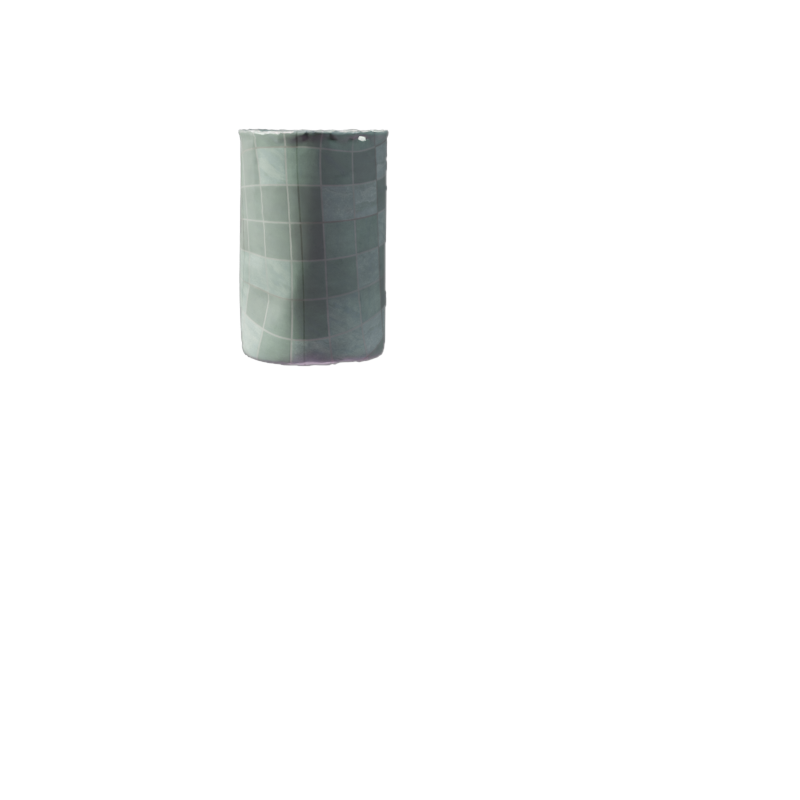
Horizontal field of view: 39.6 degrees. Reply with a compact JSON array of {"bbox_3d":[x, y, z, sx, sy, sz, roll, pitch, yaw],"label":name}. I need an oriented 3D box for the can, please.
[{"bbox_3d":[-0.040,-0.072,0.505,0.068,0.100,0.070,0,9,-2],"label":"can"}]
